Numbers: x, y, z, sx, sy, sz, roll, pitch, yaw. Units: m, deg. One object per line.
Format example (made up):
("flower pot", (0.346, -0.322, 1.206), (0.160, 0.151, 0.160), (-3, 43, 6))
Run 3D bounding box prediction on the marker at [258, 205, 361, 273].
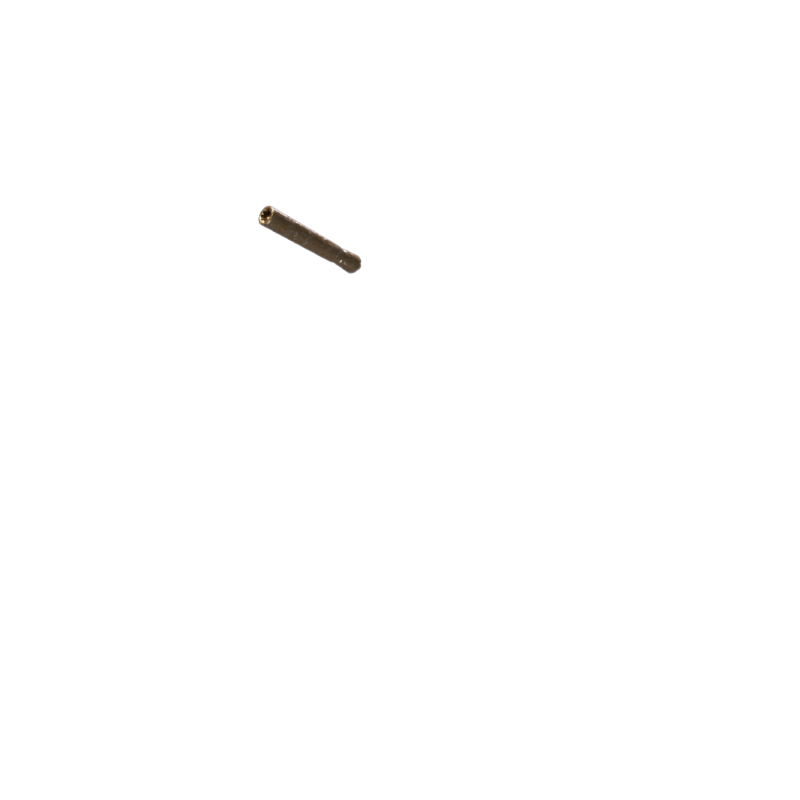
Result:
("marker", (-0.078, -0.142, 0.994), (0.021, 0.020, 0.113), (4, -16, 47))
